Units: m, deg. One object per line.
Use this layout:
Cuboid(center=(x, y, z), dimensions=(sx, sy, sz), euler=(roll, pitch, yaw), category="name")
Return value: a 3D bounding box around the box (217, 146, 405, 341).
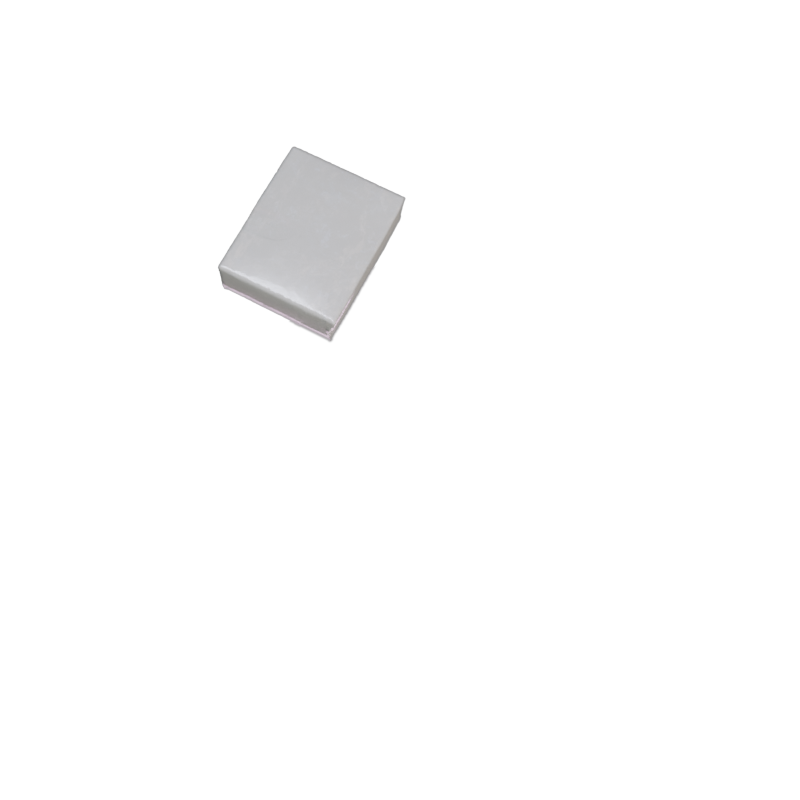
Cuboid(center=(-0.061, -0.110, 0.772), dimensions=(0.092, 0.117, 0.037), euler=(24, -22, 10), category="box")
